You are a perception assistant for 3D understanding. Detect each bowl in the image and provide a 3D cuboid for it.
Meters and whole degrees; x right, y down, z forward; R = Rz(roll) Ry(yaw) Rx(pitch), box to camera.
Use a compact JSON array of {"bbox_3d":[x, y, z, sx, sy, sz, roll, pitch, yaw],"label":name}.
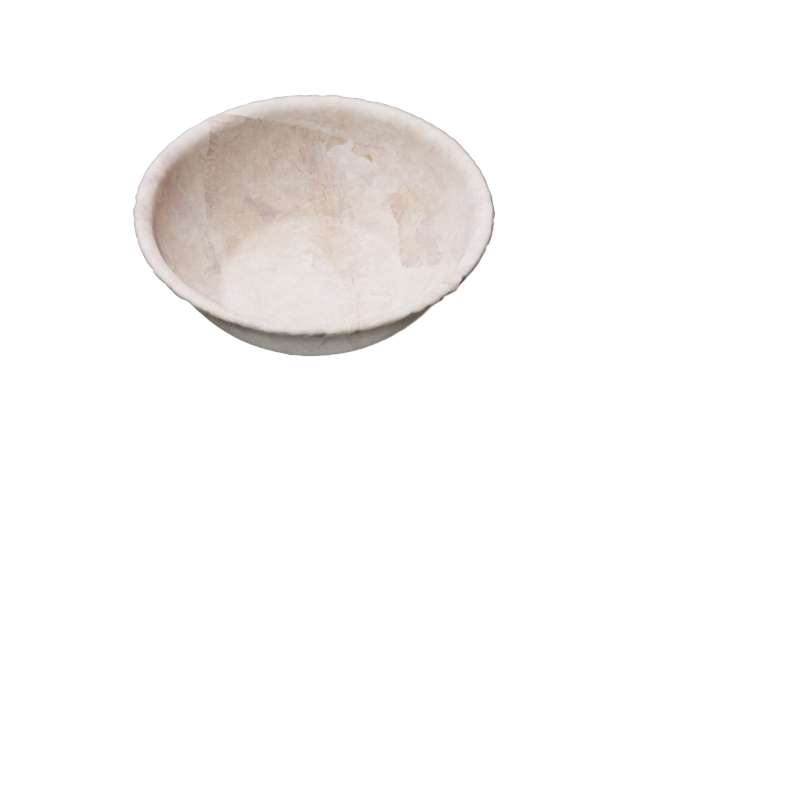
[{"bbox_3d":[-0.040,-0.074,0.515,0.162,0.174,0.051,-1,-43,-1],"label":"bowl"}]
